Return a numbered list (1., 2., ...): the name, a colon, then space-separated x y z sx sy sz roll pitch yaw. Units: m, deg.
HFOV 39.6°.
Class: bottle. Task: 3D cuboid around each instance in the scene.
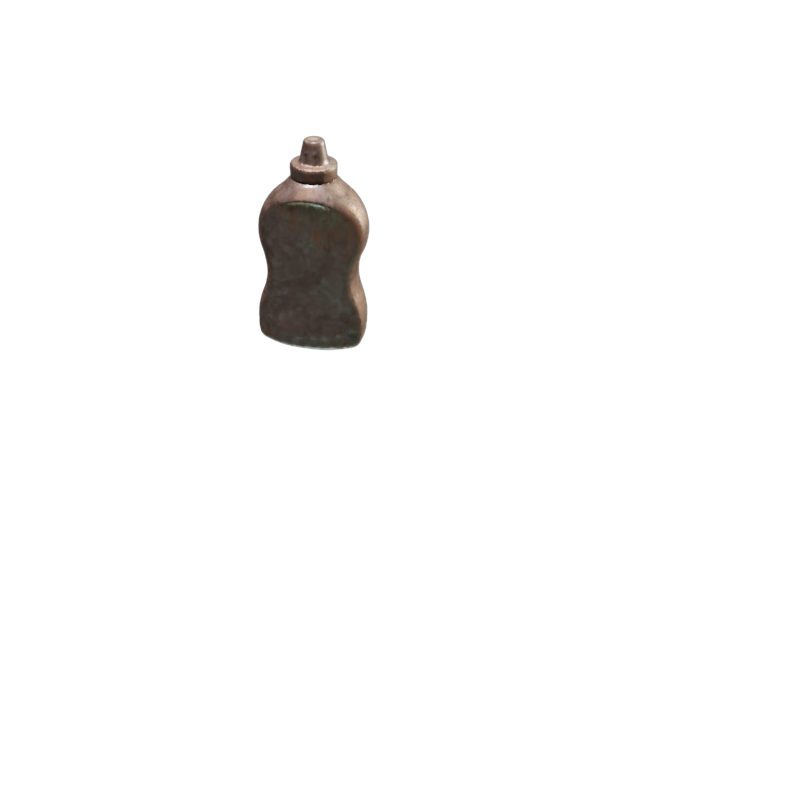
1. bottle: -0.076 -0.139 0.972 0.098 0.181 0.061 9 30 12
